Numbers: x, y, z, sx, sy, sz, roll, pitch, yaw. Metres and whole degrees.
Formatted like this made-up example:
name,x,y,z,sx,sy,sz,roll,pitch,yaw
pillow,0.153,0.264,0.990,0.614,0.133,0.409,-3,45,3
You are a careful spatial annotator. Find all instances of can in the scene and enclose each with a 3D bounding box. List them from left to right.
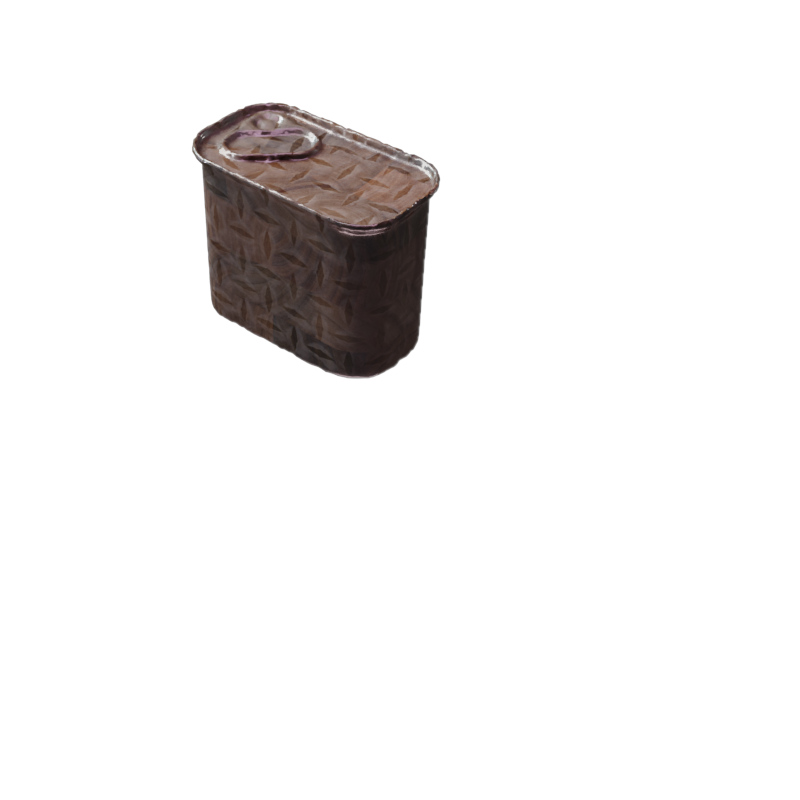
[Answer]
name,x,y,z,sx,sy,sz,roll,pitch,yaw
can,-0.037,-0.067,0.469,0.108,0.078,0.058,28,46,28
